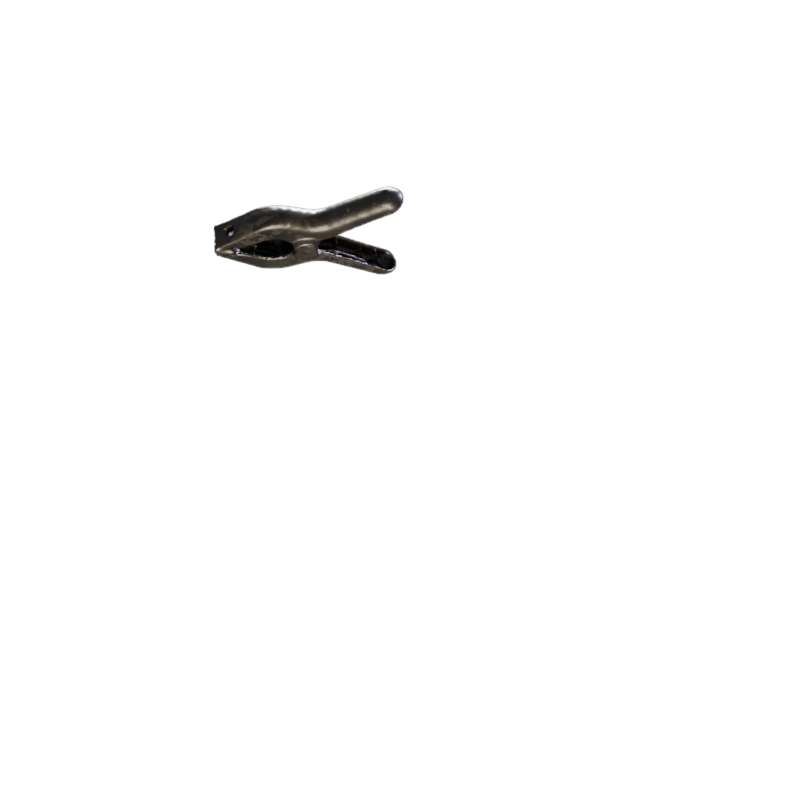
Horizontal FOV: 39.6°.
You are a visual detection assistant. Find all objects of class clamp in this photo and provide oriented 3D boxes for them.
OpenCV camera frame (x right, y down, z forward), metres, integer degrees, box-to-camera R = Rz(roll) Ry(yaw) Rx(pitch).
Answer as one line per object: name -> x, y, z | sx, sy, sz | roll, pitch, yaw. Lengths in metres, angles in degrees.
clamp -> -0.078, -0.142, 0.993 | 0.173, 0.042, 0.111 | -4, -33, 6
